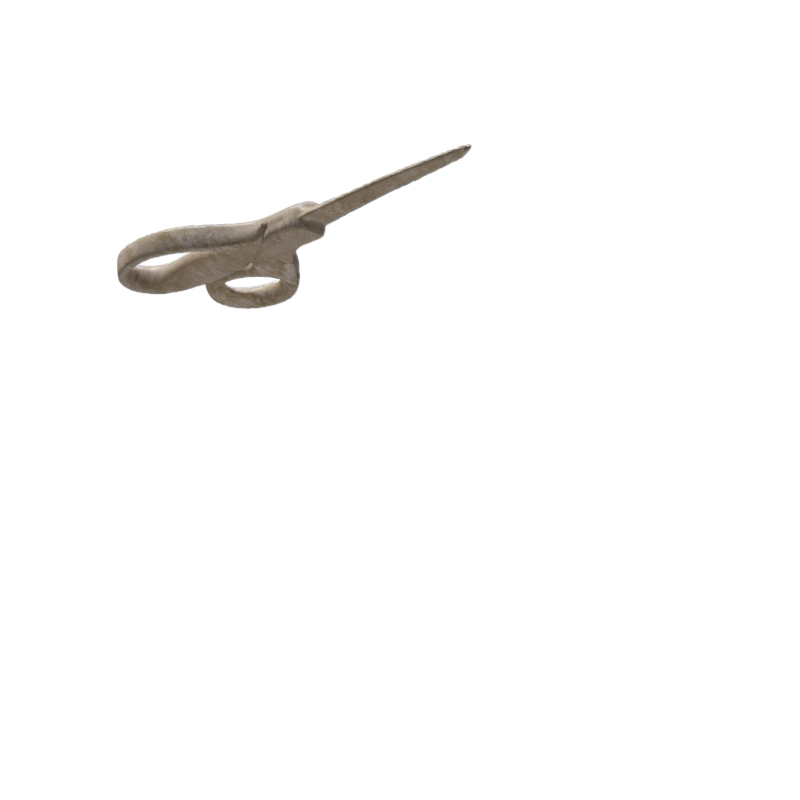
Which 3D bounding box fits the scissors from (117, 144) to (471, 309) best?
[{"bbox_3d":[-0.039,-0.072,0.501,0.206,0.016,0.090,-9,-17,30],"label":"scissors"}]
